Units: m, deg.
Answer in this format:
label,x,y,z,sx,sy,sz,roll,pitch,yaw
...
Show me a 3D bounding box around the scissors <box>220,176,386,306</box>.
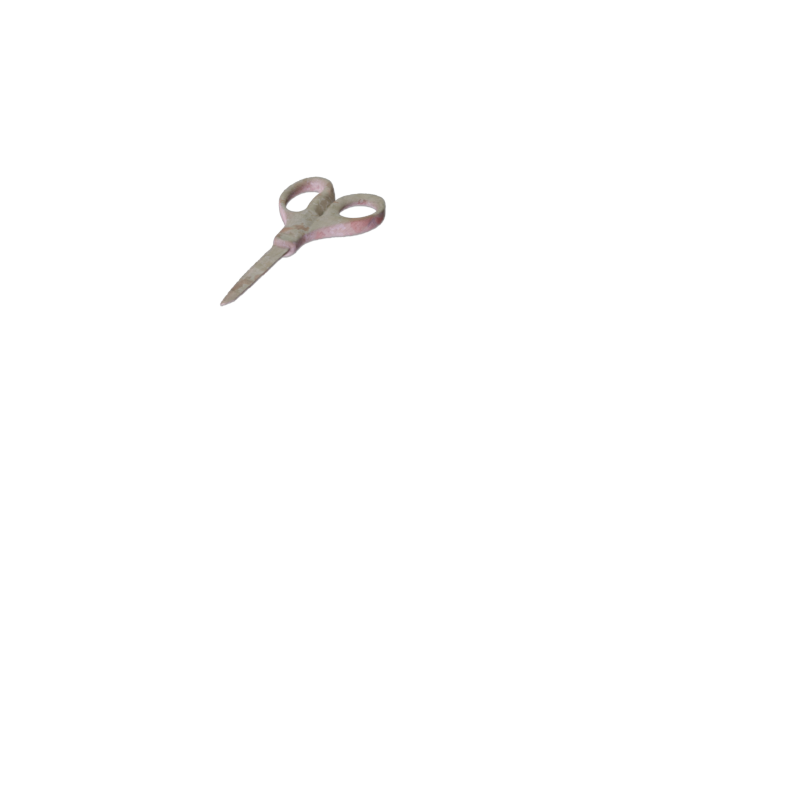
label,x,y,z,sx,sy,sz,roll,pitch,yaw
scissors,-0.066,-0.121,0.845,0.097,0.015,0.213,4,35,6
